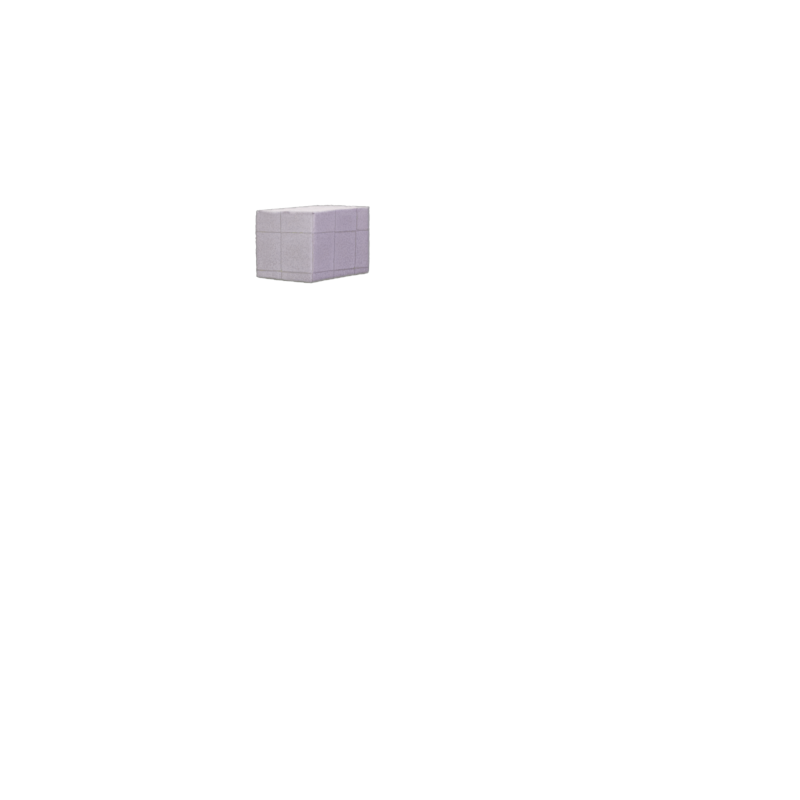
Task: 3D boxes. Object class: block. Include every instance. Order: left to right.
[{"bbox_3d":[-0.064,-0.117,0.821,0.055,0.050,0.076,6,12,31],"label":"block"}]
